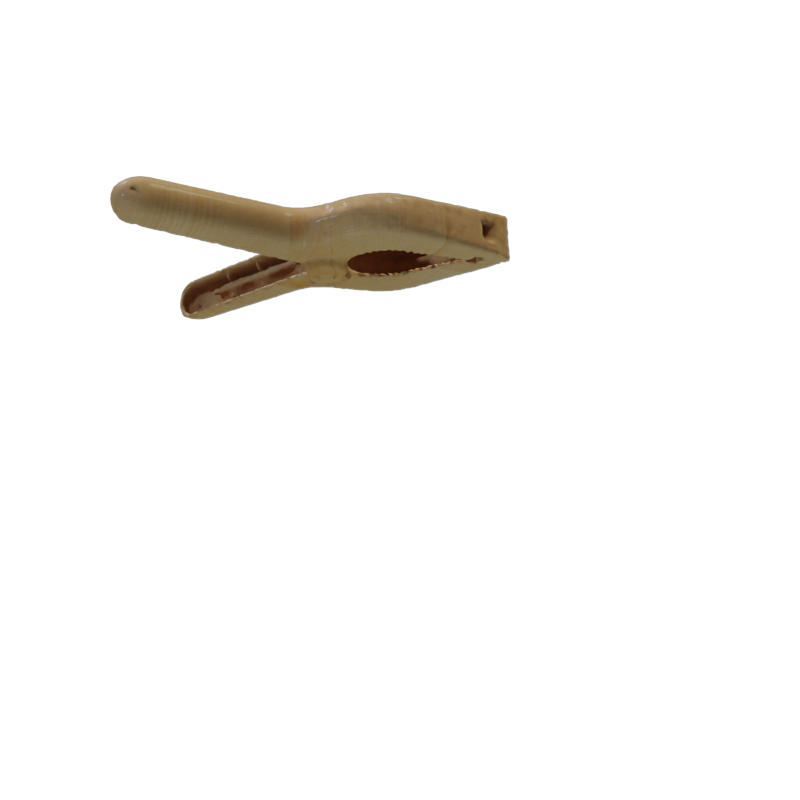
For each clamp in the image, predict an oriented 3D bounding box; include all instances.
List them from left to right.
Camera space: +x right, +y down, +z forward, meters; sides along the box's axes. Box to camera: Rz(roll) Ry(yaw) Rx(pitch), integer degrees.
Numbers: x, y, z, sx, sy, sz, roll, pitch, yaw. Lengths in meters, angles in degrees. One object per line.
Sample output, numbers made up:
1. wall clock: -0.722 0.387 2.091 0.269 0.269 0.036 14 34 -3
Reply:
1. clamp: -0.048 -0.087 0.612 0.213 0.038 0.155 -3 -16 12
